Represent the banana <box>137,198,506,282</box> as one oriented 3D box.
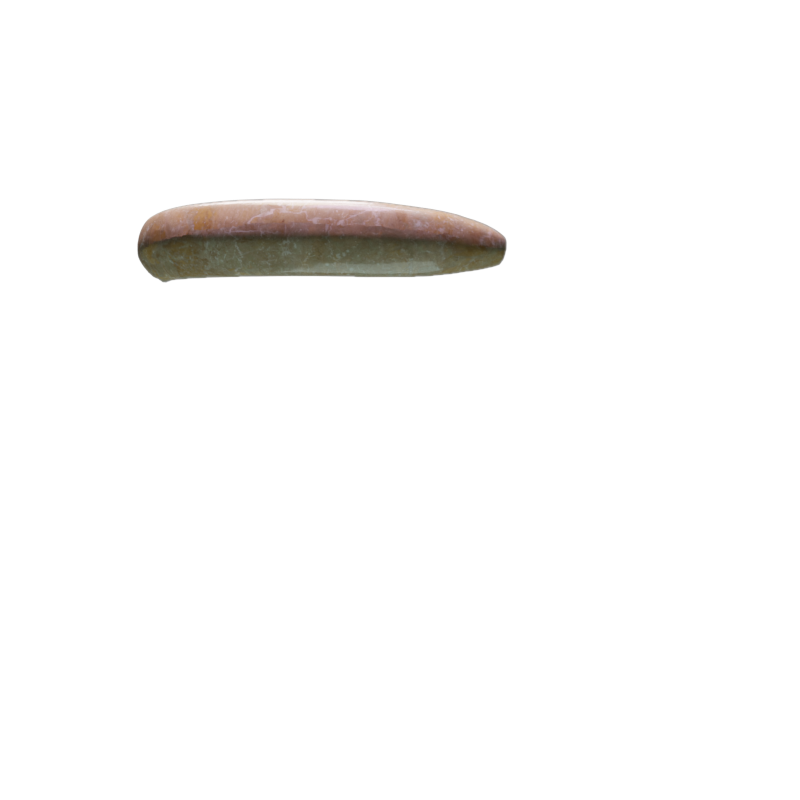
[{"bbox_3d":[-0.053,-0.075,0.522,0.204,0.037,0.067,2,4,28],"label":"banana"}]
